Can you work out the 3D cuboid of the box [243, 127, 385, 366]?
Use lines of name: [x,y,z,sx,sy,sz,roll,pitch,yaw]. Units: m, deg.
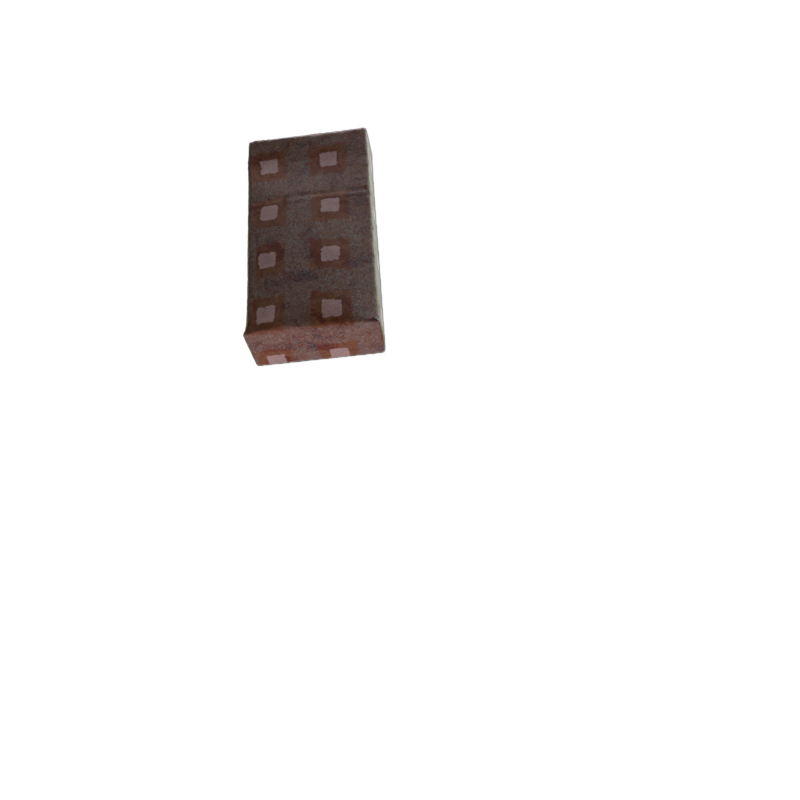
box: [-0.062,-0.113,0.794,0.094,0.189,0.044,-7,-37,5]
